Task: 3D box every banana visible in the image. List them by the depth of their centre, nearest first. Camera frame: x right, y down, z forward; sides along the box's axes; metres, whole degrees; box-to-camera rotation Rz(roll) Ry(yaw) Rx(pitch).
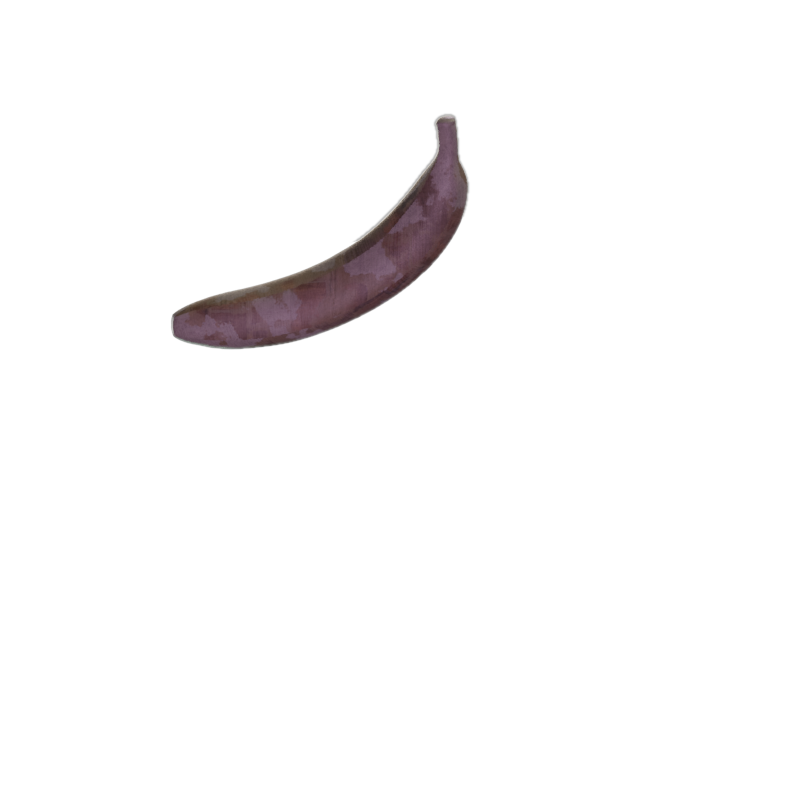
[{"bbox_3d":[-0.034,-0.077,0.618,0.197,0.067,0.038,-35,16,10],"label":"banana"}]
